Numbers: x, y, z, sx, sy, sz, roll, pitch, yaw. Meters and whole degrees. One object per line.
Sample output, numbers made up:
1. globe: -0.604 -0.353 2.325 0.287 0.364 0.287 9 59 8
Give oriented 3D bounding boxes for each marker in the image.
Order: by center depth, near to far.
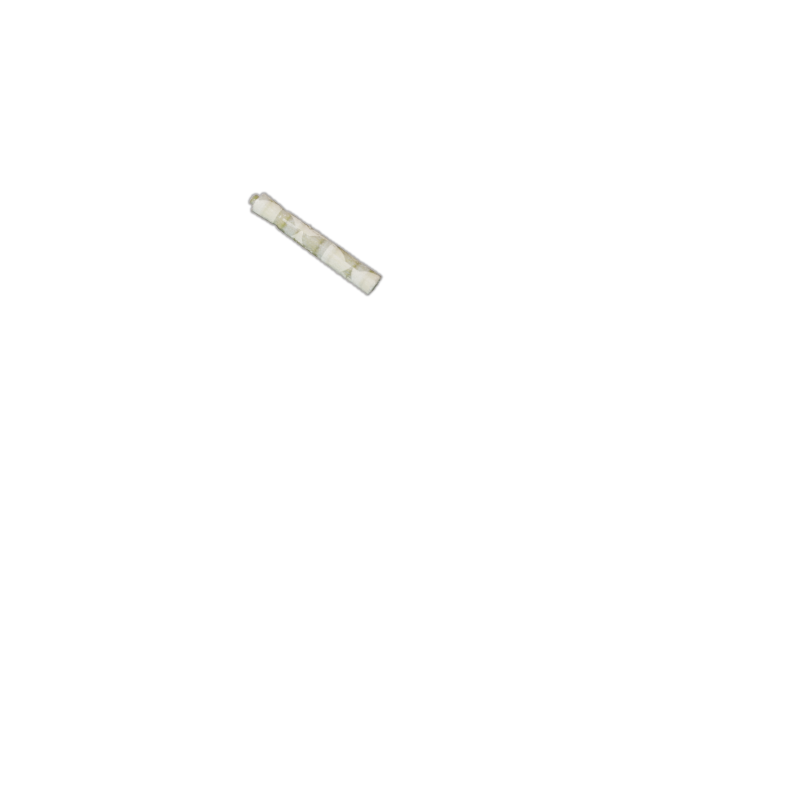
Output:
1. marker: -0.068 -0.124 0.872 0.124 0.020 0.019 36 9 9
